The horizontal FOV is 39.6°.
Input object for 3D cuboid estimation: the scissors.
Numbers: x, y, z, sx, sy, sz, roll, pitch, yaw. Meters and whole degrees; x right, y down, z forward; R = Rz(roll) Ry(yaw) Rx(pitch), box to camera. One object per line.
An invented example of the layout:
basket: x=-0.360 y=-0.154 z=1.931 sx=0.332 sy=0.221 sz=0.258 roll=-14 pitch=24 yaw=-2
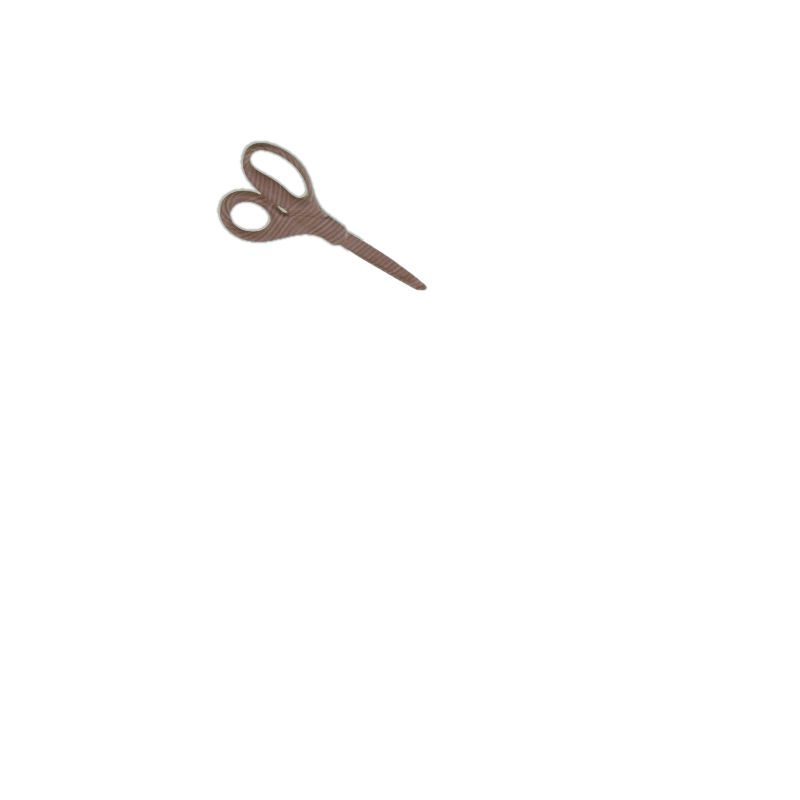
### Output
scissors: x=-0.076 y=-0.139 z=0.974 sx=0.095 sy=0.194 sz=0.016 roll=-39 pitch=16 yaw=13
